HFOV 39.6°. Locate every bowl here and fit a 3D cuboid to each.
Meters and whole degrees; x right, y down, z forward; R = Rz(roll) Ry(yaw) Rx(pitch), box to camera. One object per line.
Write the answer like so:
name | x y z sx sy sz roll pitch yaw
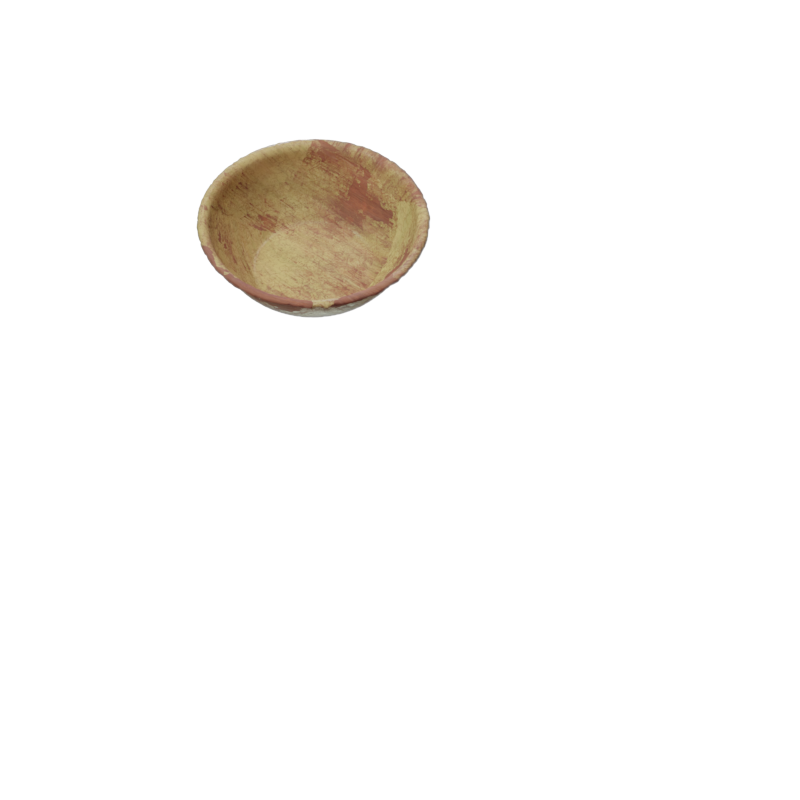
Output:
bowl | -0.062 -0.112 0.787 0.162 0.174 0.051 -1 -39 -1
